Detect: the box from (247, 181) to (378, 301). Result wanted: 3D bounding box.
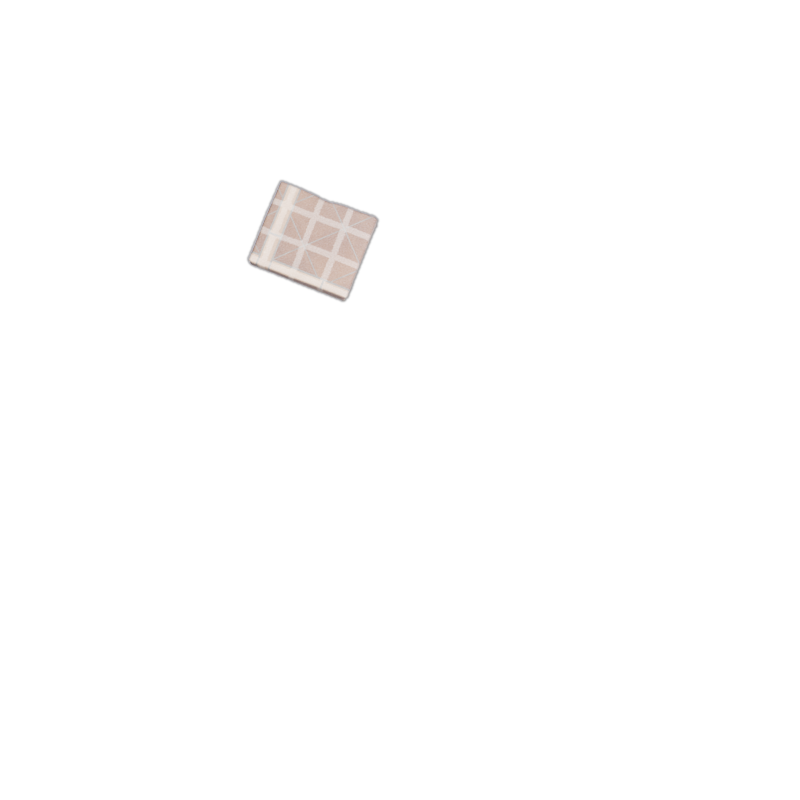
[{"bbox_3d":[-0.072,-0.132,0.924,0.090,0.074,0.030,22,-8,3],"label":"box"}]
